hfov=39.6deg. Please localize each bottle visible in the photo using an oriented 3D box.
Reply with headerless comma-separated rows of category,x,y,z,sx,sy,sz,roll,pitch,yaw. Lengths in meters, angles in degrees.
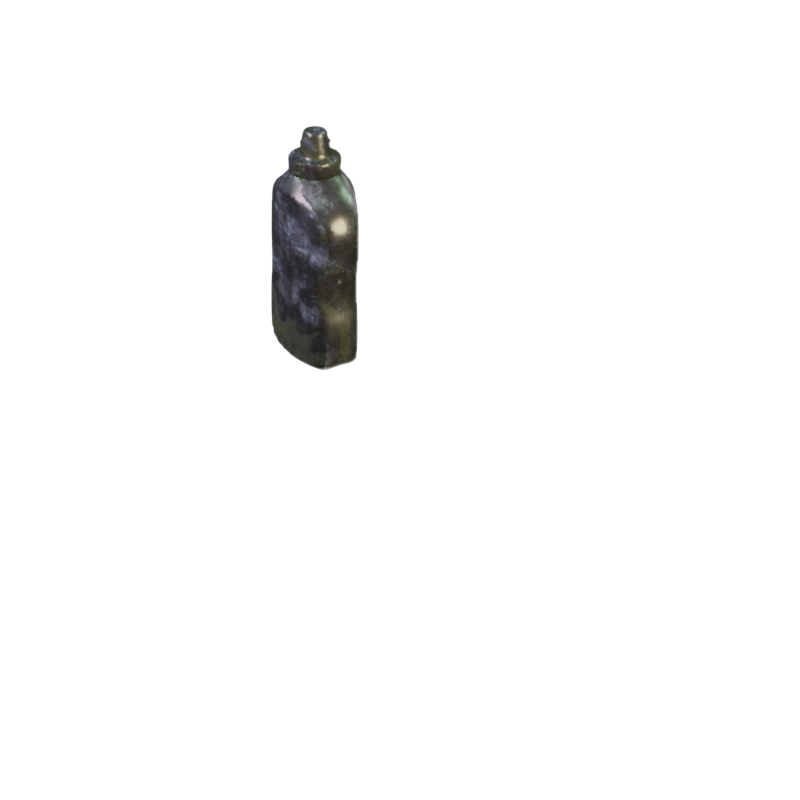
bottle,-0.069,-0.127,0.888,0.057,0.180,0.103,-14,34,-26
